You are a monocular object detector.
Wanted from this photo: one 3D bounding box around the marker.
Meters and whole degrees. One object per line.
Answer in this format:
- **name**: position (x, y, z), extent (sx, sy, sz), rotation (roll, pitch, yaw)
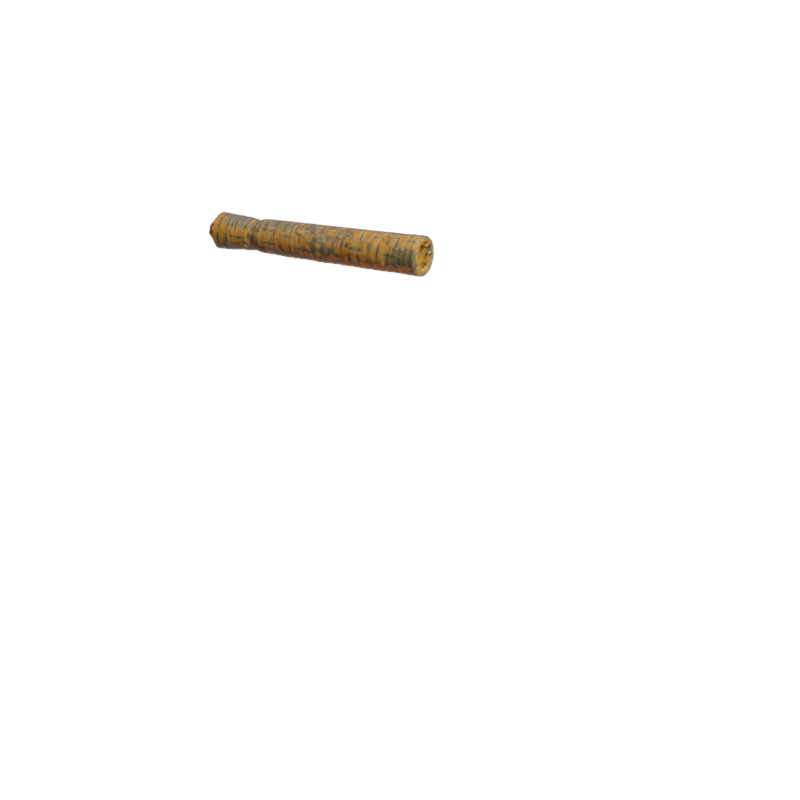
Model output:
- **marker**: position (-0.042, -0.076, 0.533), extent (0.126, 0.019, 0.019), rotation (12, 9, 31)
